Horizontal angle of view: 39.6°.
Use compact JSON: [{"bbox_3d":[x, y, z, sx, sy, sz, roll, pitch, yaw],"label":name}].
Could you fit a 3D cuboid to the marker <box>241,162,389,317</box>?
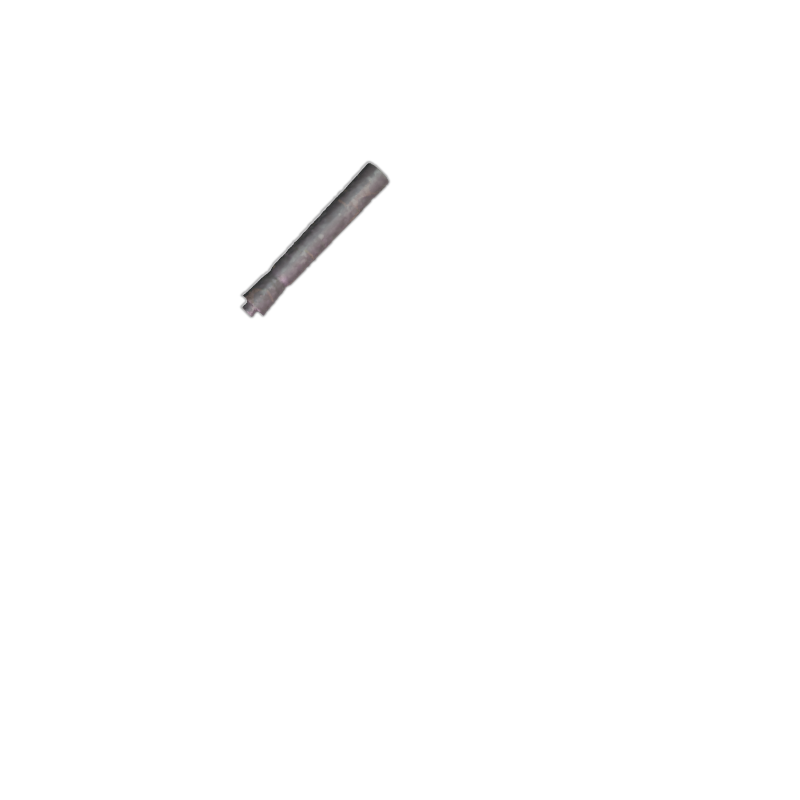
[{"bbox_3d":[-0.054,-0.098,0.688,0.020,0.121,0.019,43,-5,1],"label":"marker"}]
